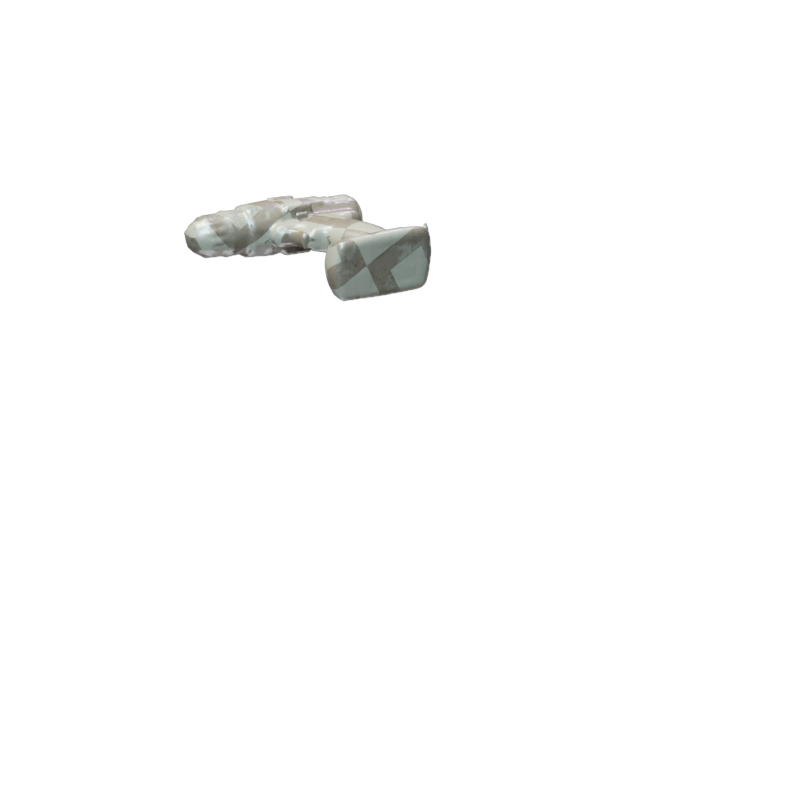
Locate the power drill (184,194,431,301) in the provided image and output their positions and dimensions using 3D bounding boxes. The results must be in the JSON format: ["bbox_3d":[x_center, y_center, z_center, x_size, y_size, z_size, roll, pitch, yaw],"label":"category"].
[{"bbox_3d":[-0.078,-0.142,0.998,0.181,0.055,0.200,-15,28,-31],"label":"power drill"}]
